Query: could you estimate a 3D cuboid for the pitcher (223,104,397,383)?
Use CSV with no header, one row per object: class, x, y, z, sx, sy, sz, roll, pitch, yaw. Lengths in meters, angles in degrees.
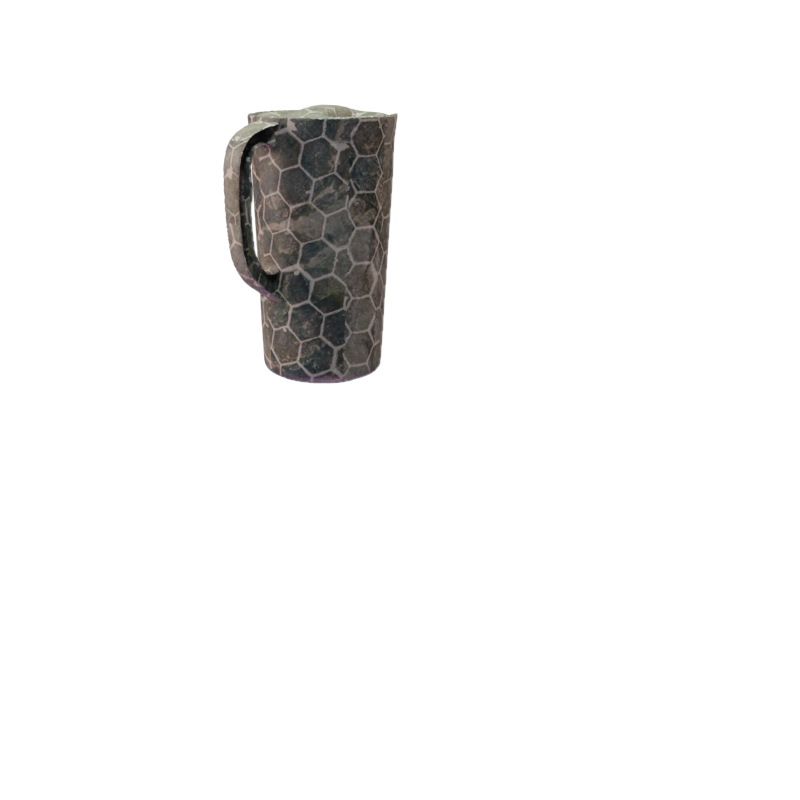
pitcher,-0.078,-0.142,0.996,0.149,0.237,0.149,0,12,-1
